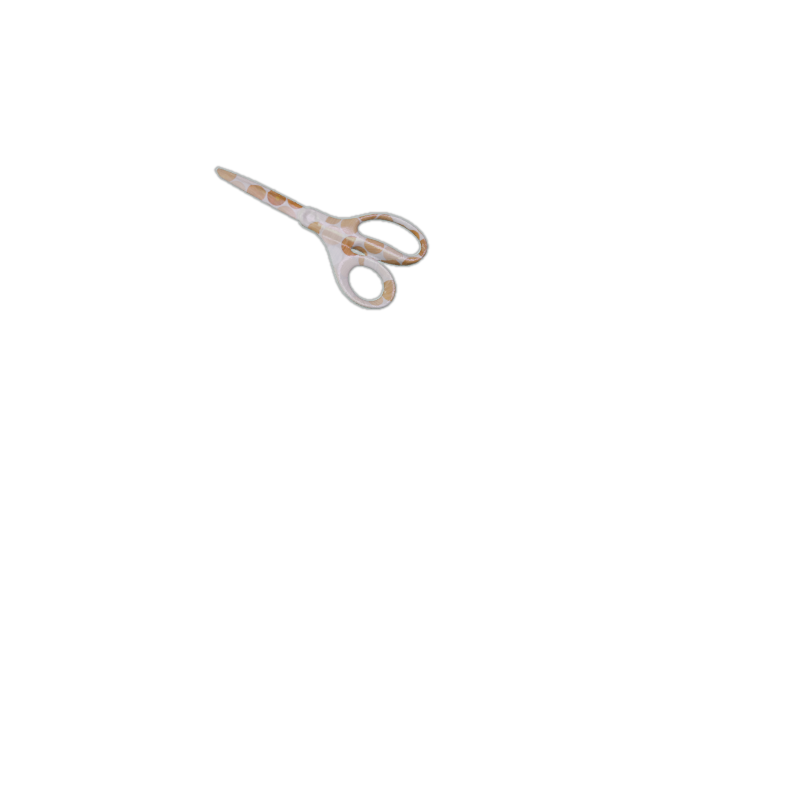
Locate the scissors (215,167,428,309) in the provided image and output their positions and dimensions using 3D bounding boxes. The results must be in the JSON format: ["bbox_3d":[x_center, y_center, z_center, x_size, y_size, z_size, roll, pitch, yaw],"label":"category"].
[{"bbox_3d":[-0.077,-0.141,0.989,0.202,0.098,0.015,13,-11,2],"label":"scissors"}]
